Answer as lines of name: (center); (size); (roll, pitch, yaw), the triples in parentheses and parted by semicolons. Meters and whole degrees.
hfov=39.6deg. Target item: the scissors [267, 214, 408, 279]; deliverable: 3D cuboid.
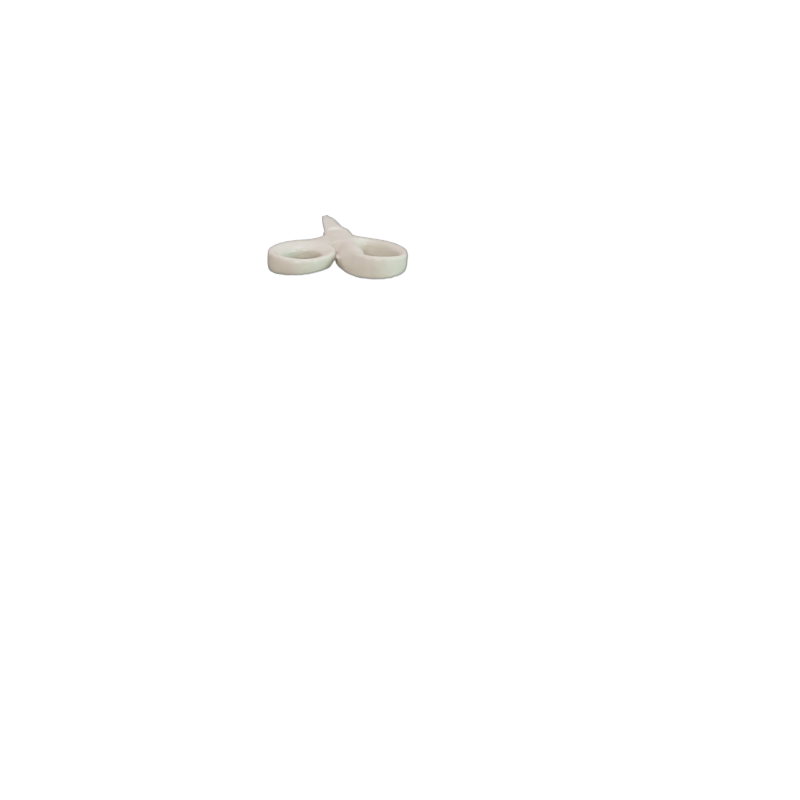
scissors: (-0.059, -0.108, 0.755); (0.094, 0.015, 0.213); (-7, 19, -20)
